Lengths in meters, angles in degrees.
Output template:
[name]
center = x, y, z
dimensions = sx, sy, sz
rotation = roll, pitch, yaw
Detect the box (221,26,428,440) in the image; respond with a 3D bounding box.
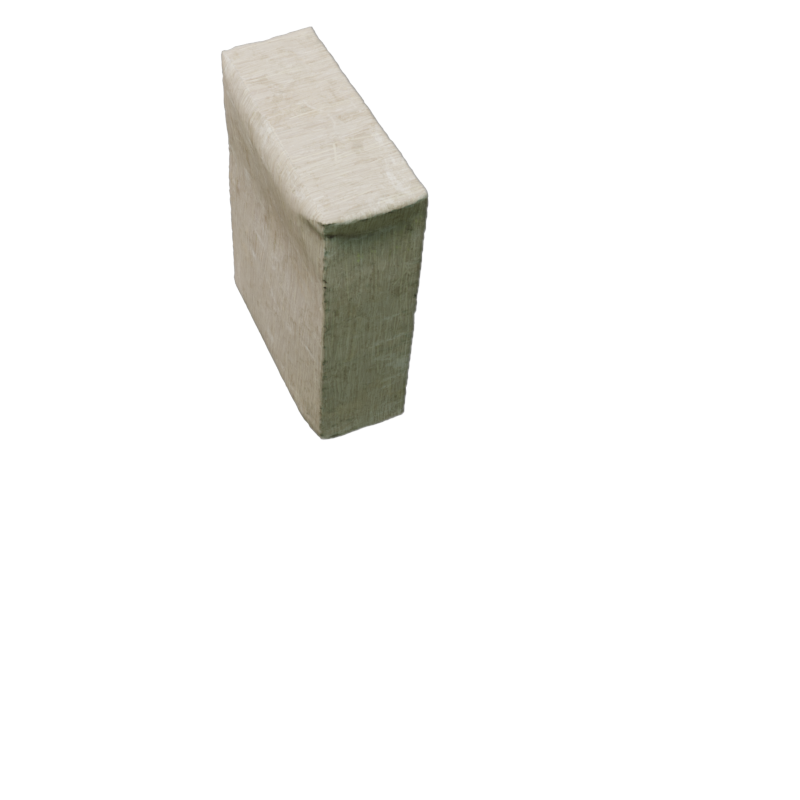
[box]
center = -0.056, -0.102, 0.712
dimensions = 0.071, 0.177, 0.199
rotation = -18, -35, -17
